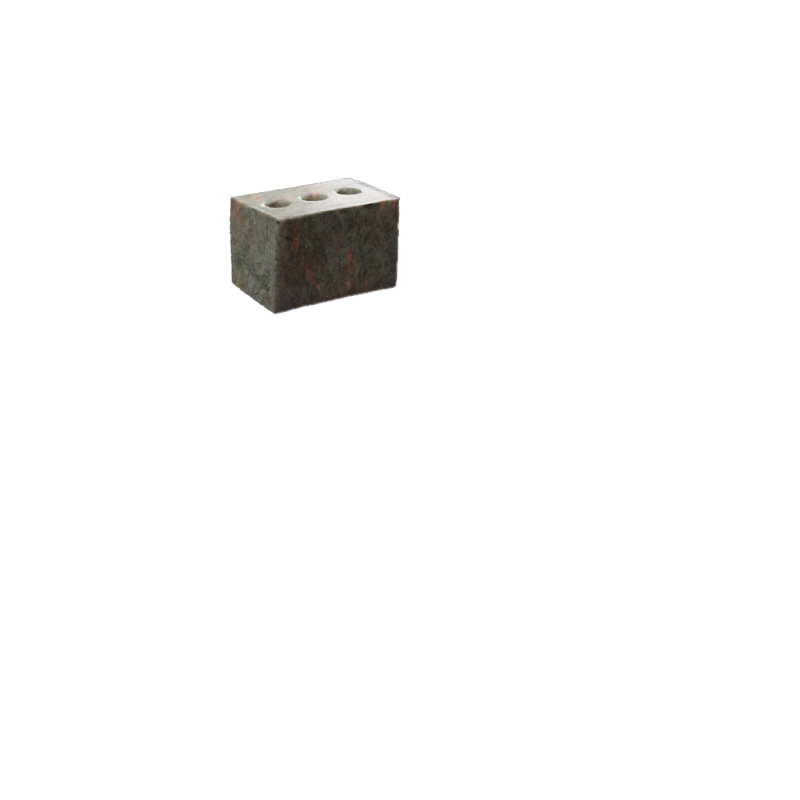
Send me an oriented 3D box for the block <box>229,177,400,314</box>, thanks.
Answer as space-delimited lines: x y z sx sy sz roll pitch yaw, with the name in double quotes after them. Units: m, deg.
-0.047 -0.085 0.595 0.076 0.049 0.056 -15 28 -31 "block"
